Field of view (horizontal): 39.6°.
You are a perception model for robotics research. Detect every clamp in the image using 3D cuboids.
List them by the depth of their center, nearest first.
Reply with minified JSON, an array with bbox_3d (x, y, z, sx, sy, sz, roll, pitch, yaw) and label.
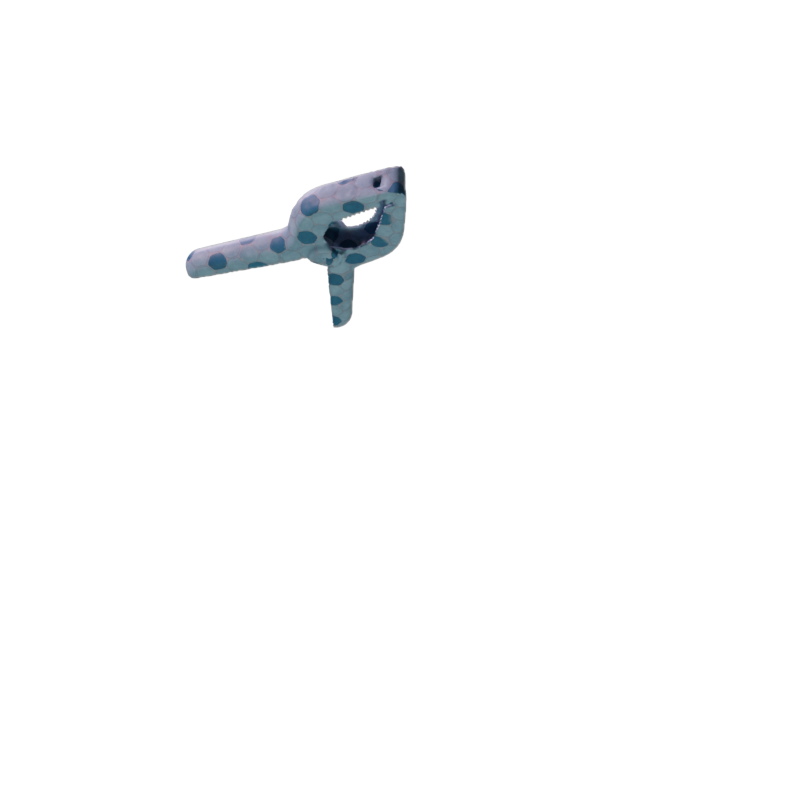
[{"bbox_3d":[-0.072,-0.131,0.914,0.158,0.039,0.205,15,-32,-25],"label":"clamp"}]
